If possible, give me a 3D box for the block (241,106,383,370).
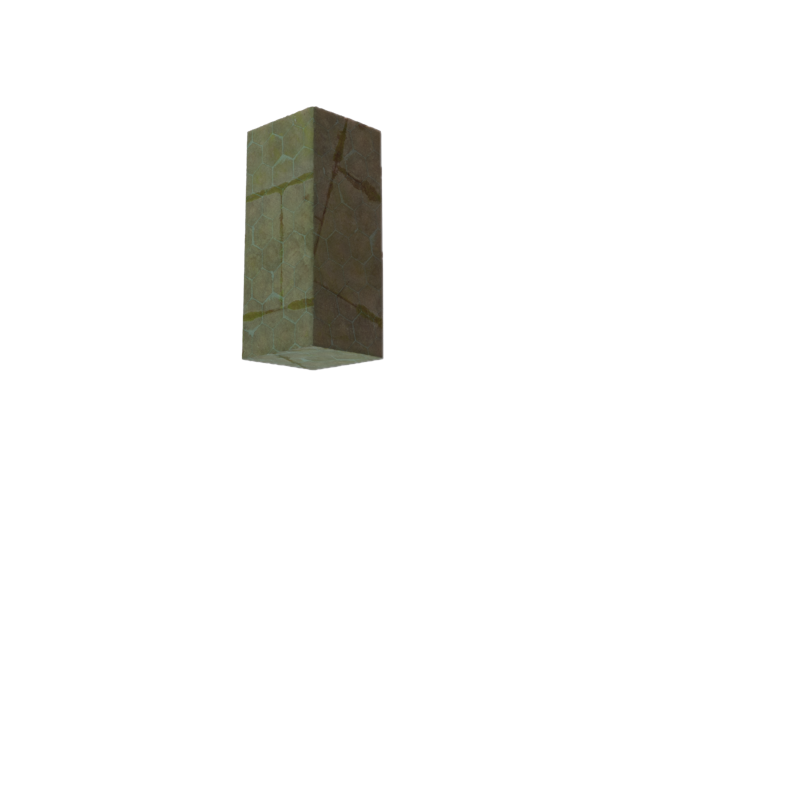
[{"bbox_3d":[-0.075,-0.138,0.965,0.092,0.214,0.085,-14,-19,42],"label":"block"}]
